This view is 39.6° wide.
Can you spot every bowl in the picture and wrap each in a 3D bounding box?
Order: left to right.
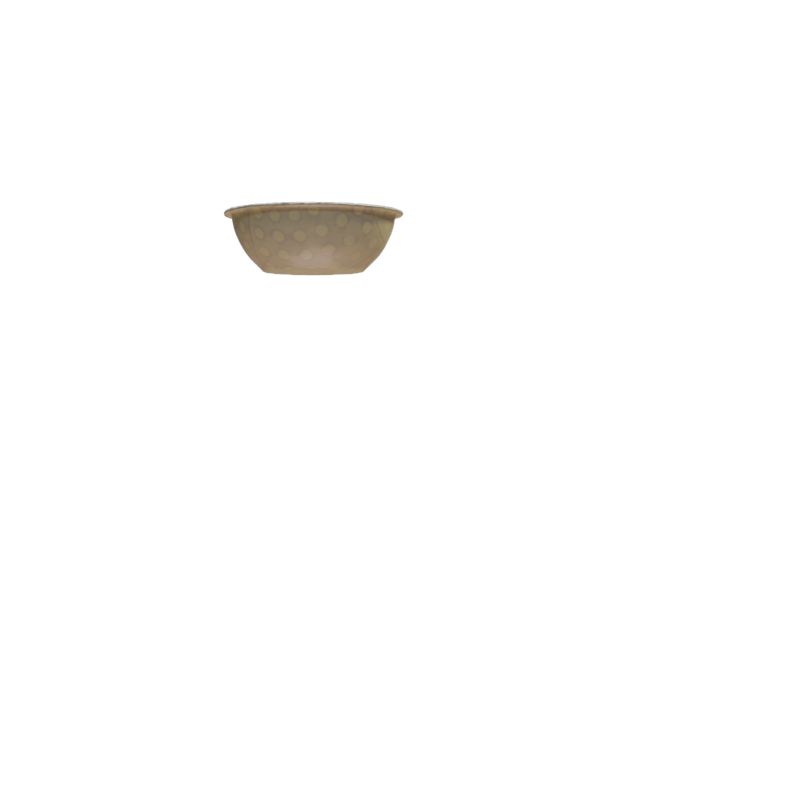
[{"bbox_3d":[-0.078,-0.142,0.995,0.162,0.055,0.162,0,2,-2],"label":"bowl"}]
